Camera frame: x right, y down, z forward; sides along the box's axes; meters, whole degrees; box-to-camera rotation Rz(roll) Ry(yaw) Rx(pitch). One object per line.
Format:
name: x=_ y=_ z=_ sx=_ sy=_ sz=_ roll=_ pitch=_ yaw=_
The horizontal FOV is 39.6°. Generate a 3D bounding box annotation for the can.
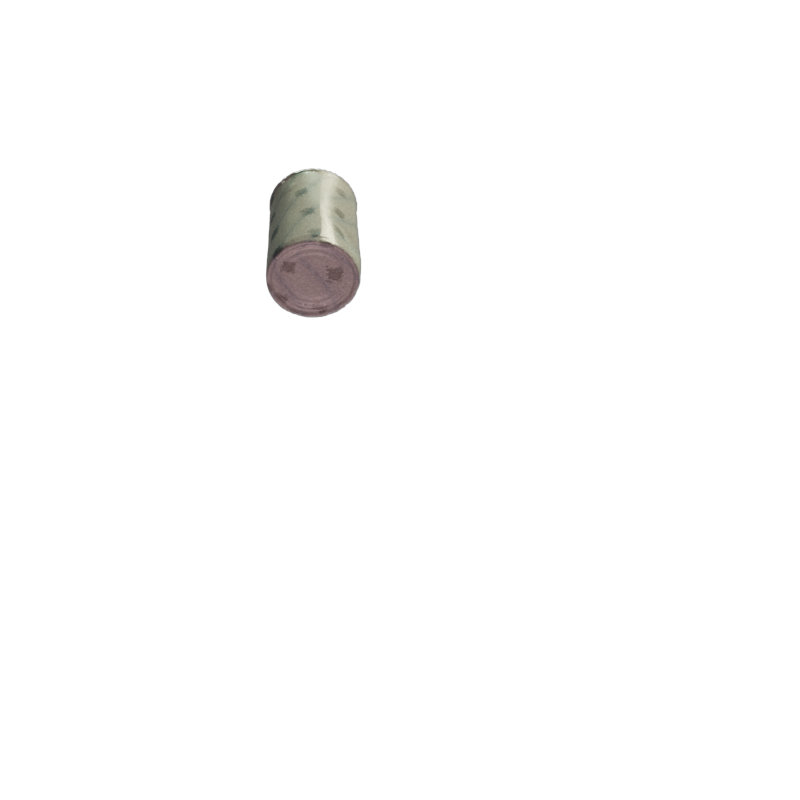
can: x=-0.064 y=-0.116 z=0.815 sx=0.068 sy=0.064 sz=0.109 roll=-1 pitch=37 yaw=-3
